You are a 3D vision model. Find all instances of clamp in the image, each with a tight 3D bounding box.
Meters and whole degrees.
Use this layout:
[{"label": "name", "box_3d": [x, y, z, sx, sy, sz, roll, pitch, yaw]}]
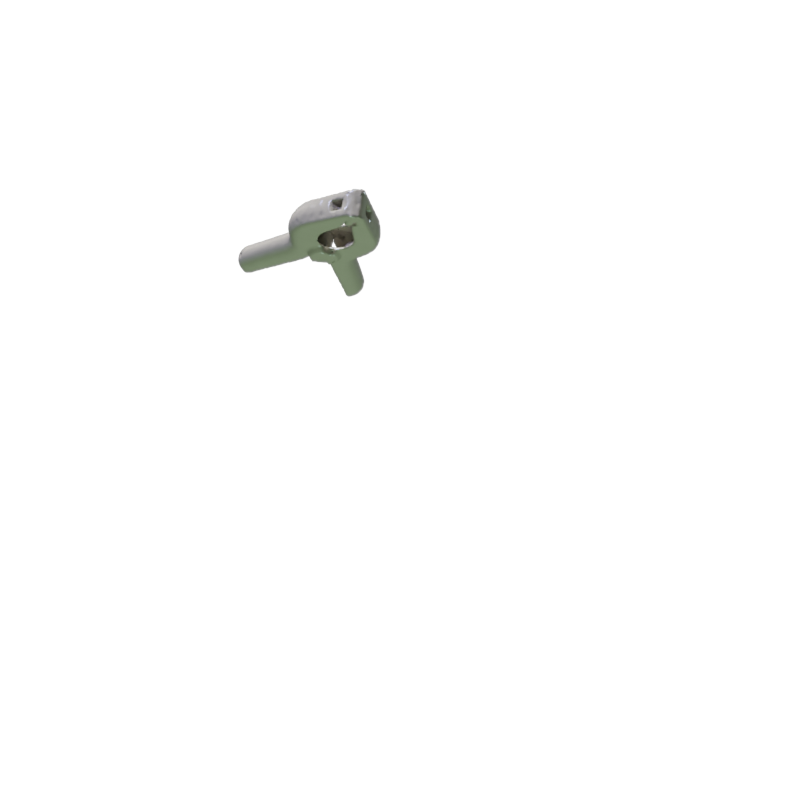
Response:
[{"label": "clamp", "box_3d": [-0.076, -0.139, 0.976, 0.118, 0.041, 0.165, 4, -22, -12]}]
